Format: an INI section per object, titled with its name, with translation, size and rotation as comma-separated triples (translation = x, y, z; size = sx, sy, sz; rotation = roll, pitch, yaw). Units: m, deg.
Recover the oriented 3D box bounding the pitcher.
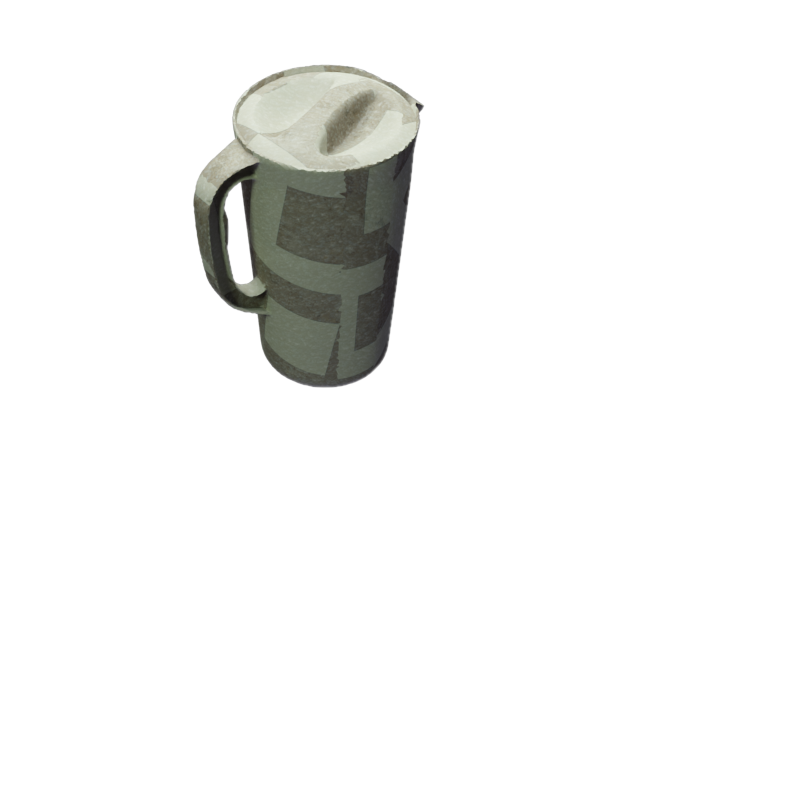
[pitcher]
translation = -0.067, -0.122, 0.854
size = 0.151, 0.226, 0.154
rotation = 8, 44, 5
